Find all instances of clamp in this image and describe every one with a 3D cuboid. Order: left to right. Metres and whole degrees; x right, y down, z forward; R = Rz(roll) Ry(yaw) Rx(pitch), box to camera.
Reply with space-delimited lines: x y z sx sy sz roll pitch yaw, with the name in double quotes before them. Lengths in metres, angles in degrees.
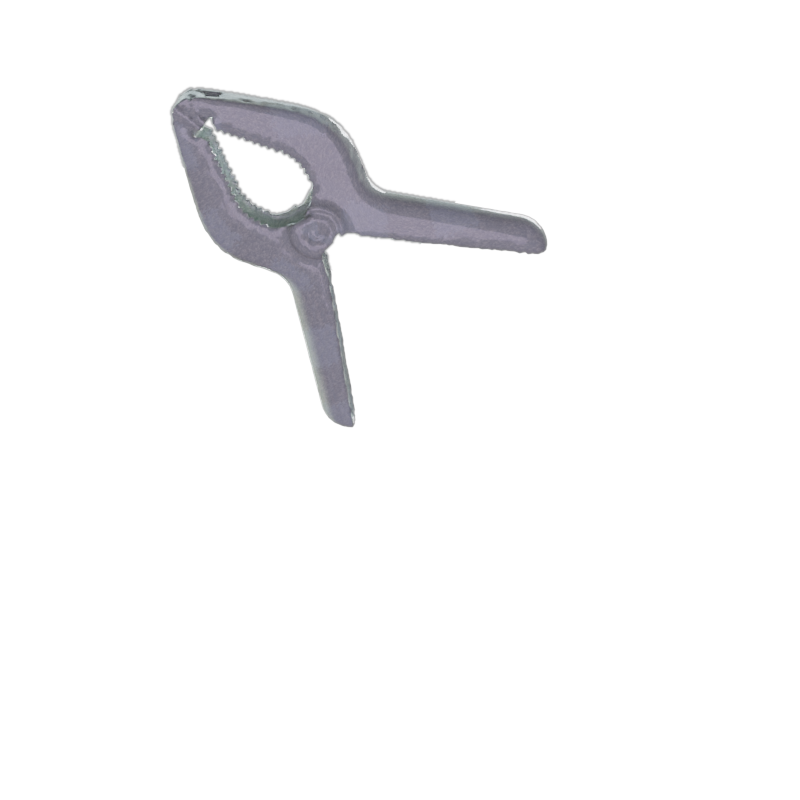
"clamp" -0.048 -0.087 0.613 0.204 0.162 0.038 35 17 -12
